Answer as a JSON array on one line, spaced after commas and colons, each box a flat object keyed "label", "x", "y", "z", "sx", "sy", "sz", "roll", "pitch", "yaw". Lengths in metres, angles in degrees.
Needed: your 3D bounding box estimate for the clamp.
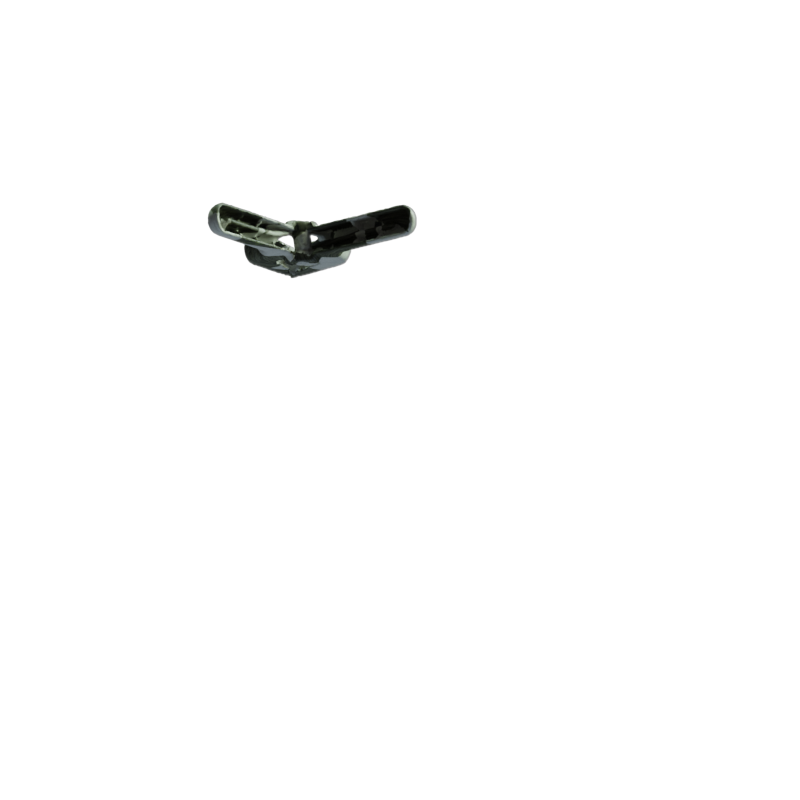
[{"label": "clamp", "x": -0.075, "y": -0.136, "z": 0.955, "sx": 0.164, "sy": 0.037, "sz": 0.206, "roll": 0, "pitch": -4, "yaw": -3}]
